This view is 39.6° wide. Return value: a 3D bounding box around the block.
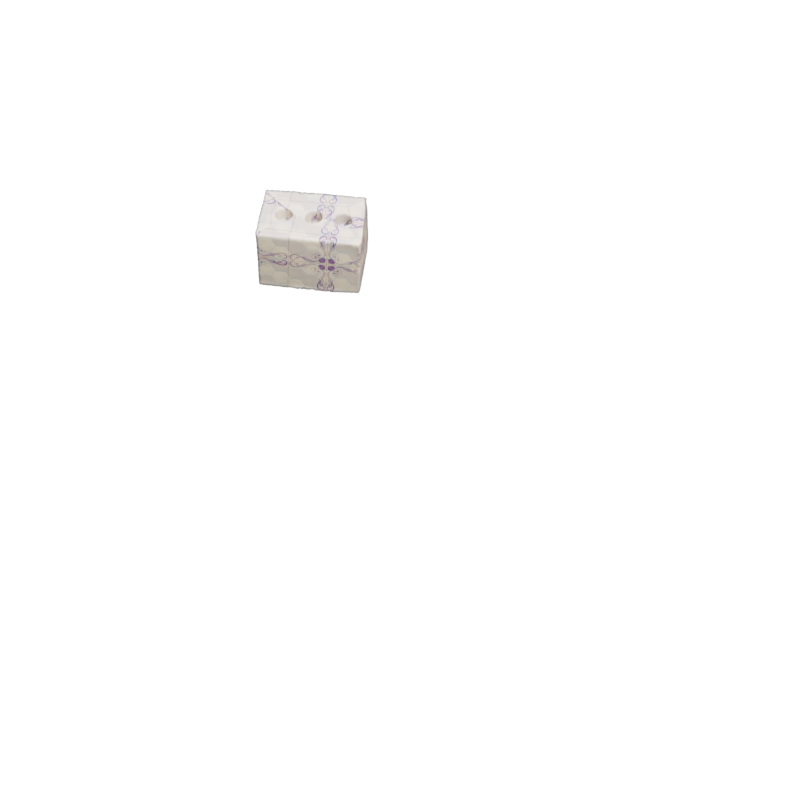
[{"bbox_3d":[-0.064,-0.117,0.819,0.078,0.056,0.048,5,-44,3],"label":"block"}]
